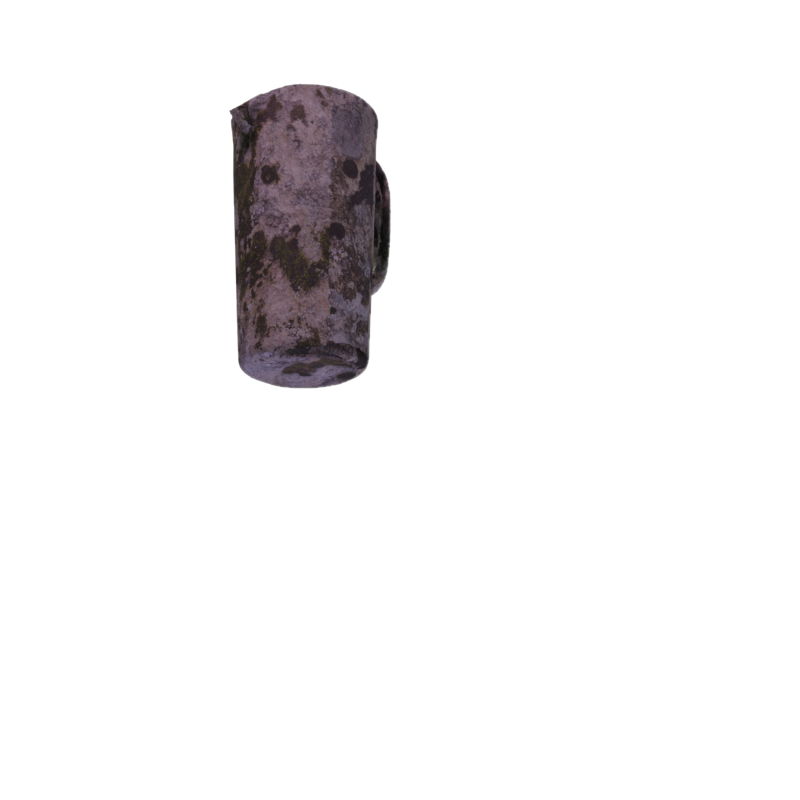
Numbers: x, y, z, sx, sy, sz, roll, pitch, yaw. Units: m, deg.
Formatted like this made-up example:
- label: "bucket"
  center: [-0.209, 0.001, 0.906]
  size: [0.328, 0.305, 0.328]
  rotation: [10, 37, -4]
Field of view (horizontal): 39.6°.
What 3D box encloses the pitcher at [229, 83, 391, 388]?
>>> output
- label: "pitcher"
  center: [-0.075, -0.137, 0.962]
  size: [0.149, 0.256, 0.138]
  rotation: [0, -21, -4]
